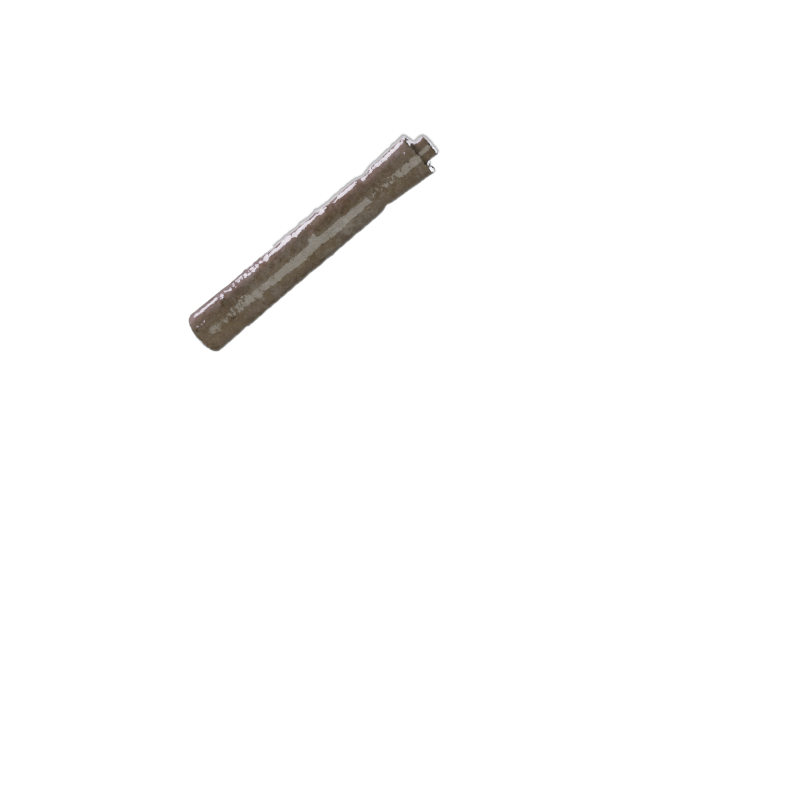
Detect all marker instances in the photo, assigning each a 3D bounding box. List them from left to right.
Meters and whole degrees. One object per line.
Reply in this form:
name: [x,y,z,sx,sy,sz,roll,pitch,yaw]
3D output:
marker: [-0.034,-0.063,0.438,0.120,0.020,0.019,-38,-7,14]
